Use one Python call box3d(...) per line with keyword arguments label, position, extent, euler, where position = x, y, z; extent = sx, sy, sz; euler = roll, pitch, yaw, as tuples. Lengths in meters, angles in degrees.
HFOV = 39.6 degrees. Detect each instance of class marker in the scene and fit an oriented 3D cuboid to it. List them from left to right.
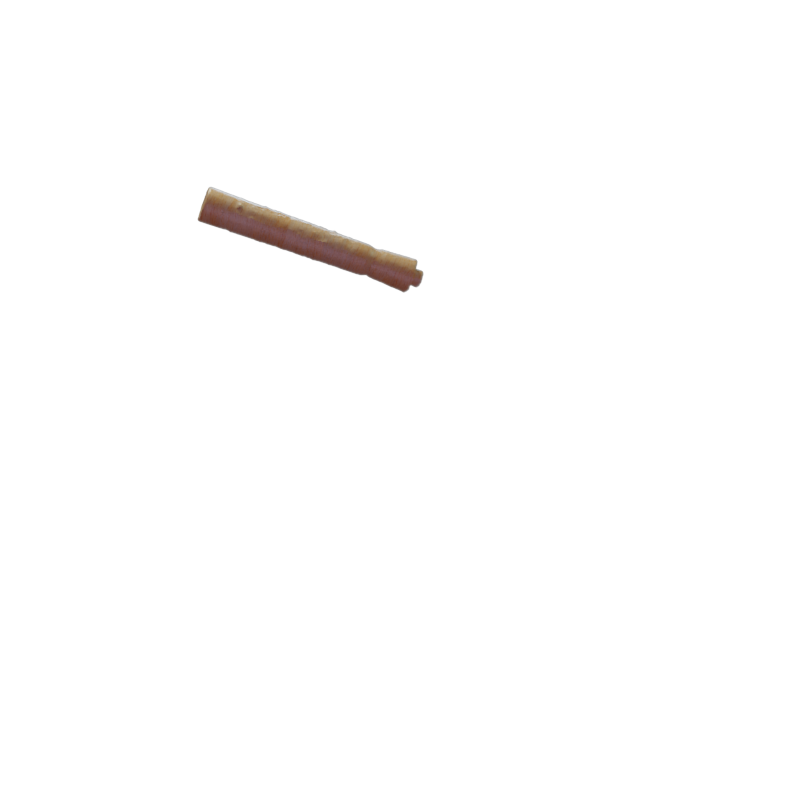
box3d(label="marker", position=(-0.045, -0.082, 0.576), extent=(0.119, 0.020, 0.020), euler=(18, 1, -8))
